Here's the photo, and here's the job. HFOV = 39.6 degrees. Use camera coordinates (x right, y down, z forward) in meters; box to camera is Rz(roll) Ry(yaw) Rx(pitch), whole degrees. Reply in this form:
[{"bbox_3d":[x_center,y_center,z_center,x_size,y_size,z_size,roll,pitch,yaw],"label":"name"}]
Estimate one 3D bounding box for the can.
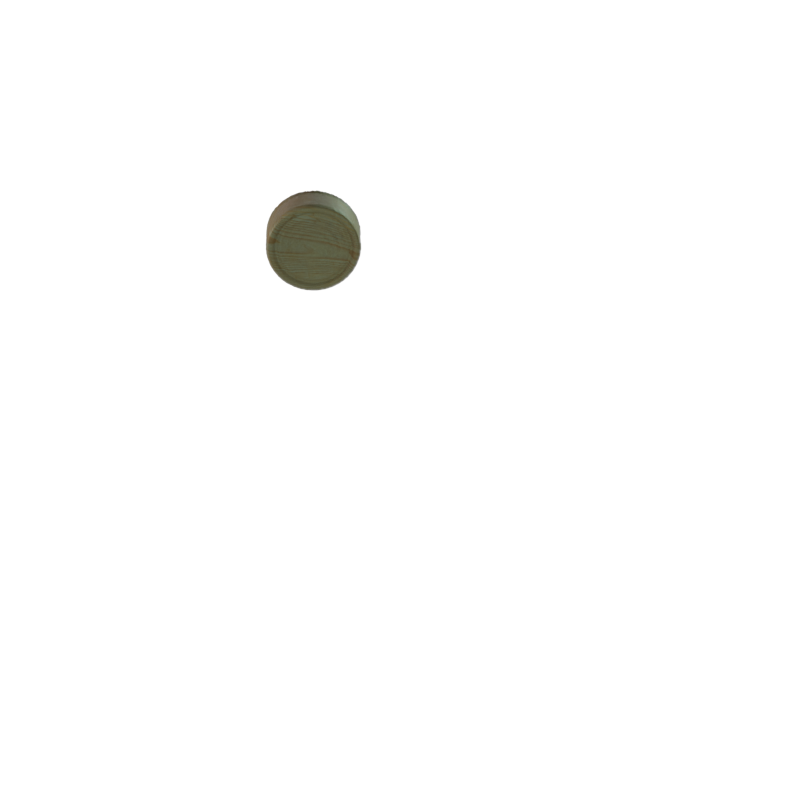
[{"bbox_3d":[-0.078,-0.142,0.992,0.086,0.081,0.036,1,28,-1],"label":"can"}]
